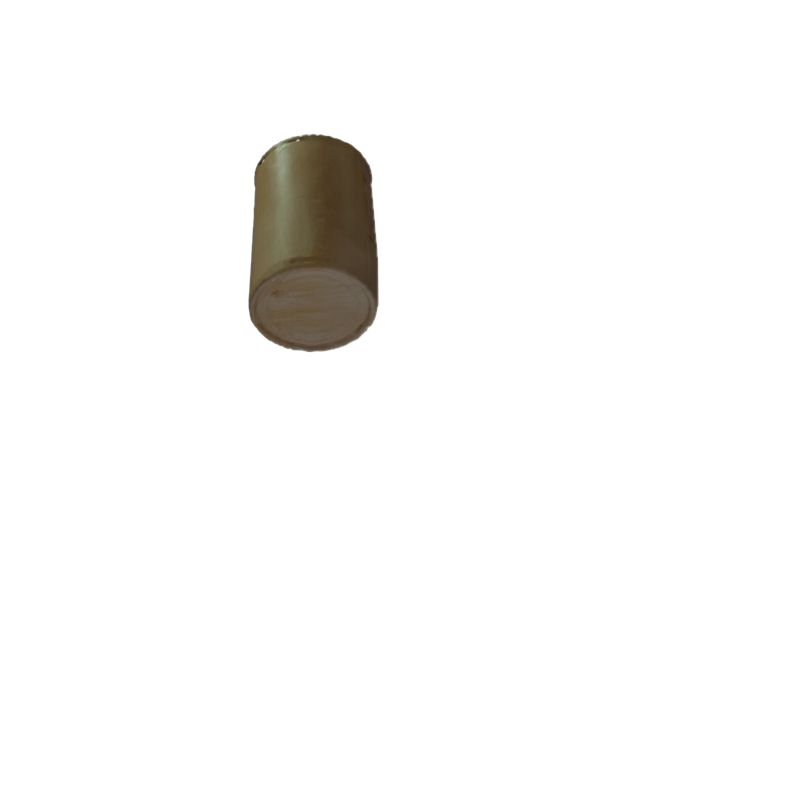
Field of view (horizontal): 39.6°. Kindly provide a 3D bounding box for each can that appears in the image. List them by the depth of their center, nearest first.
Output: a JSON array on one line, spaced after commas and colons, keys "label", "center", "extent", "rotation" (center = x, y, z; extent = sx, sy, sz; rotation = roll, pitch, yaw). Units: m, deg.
[{"label": "can", "center": [-0.047, -0.086, 0.600], "extent": [0.068, 0.110, 0.064], "rotation": [-1, -41, -3]}]
